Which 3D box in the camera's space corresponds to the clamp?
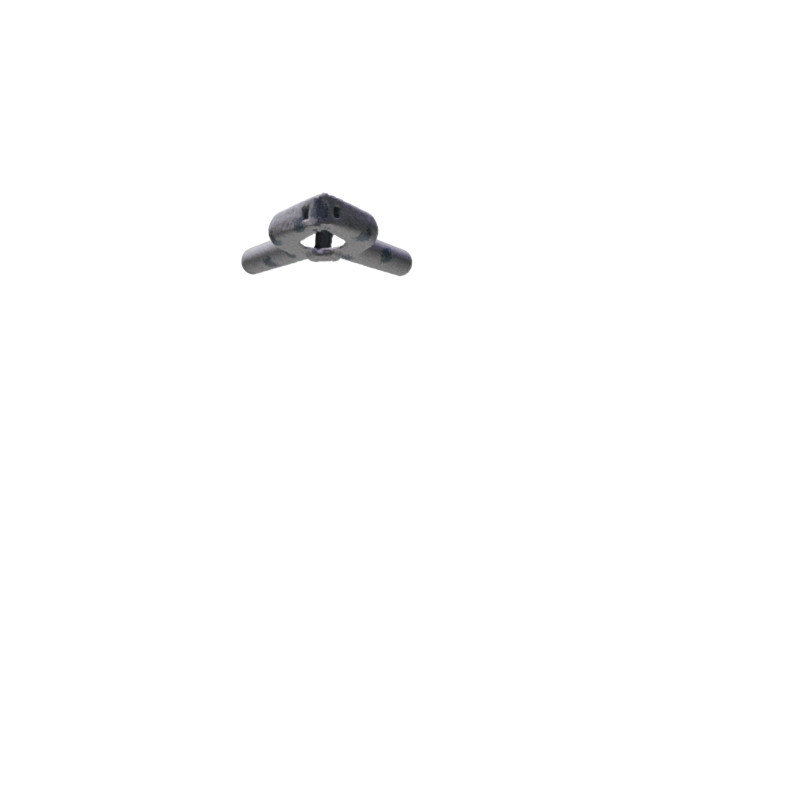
[{"bbox_3d":[-0.078,-0.142,0.995,0.166,0.037,0.203,-1,-6,6],"label":"clamp"}]
